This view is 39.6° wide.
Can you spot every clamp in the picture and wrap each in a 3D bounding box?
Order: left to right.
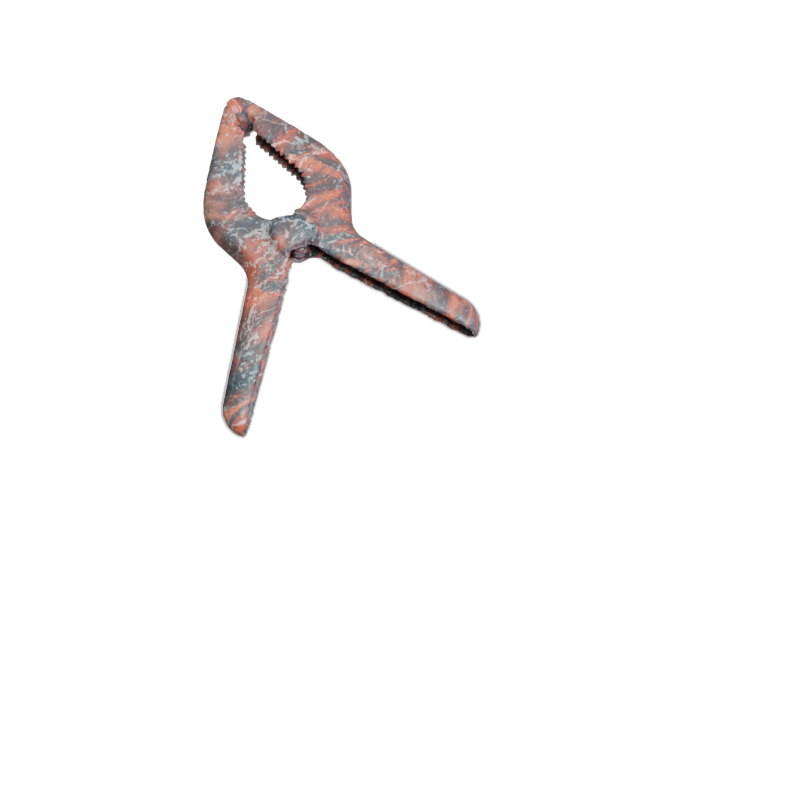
[{"bbox_3d":[-0.054,-0.099,0.692,0.164,0.220,0.035,-16,-18,-6],"label":"clamp"}]
